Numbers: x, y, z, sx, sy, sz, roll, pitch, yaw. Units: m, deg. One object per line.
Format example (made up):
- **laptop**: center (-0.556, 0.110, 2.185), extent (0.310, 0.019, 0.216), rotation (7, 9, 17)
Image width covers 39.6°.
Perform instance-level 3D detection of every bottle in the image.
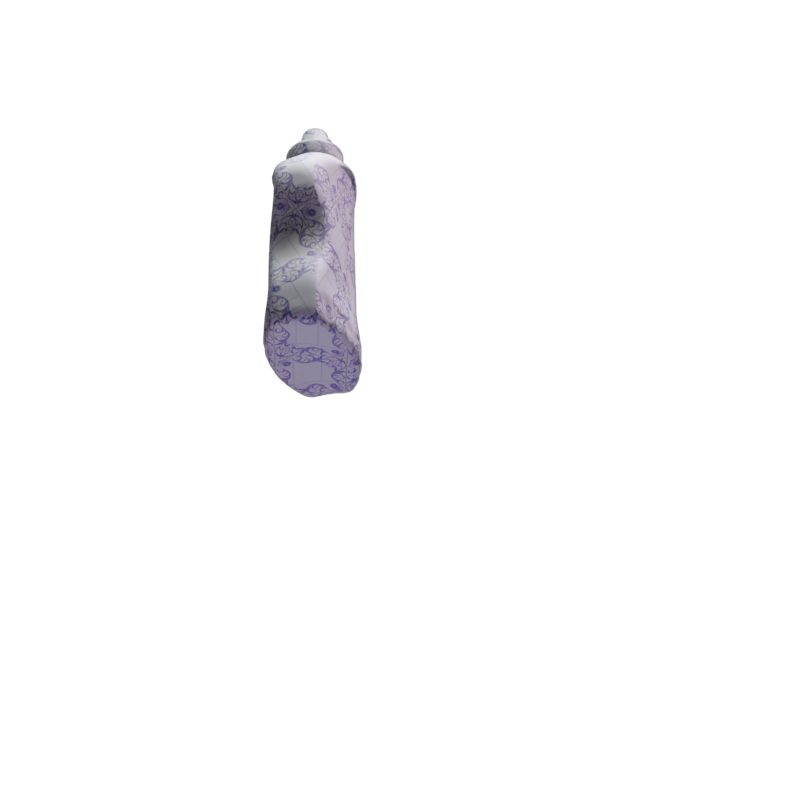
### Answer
- **bottle**: center (-0.058, -0.106, 0.743), extent (0.059, 0.205, 0.089), rotation (-10, -35, 11)
